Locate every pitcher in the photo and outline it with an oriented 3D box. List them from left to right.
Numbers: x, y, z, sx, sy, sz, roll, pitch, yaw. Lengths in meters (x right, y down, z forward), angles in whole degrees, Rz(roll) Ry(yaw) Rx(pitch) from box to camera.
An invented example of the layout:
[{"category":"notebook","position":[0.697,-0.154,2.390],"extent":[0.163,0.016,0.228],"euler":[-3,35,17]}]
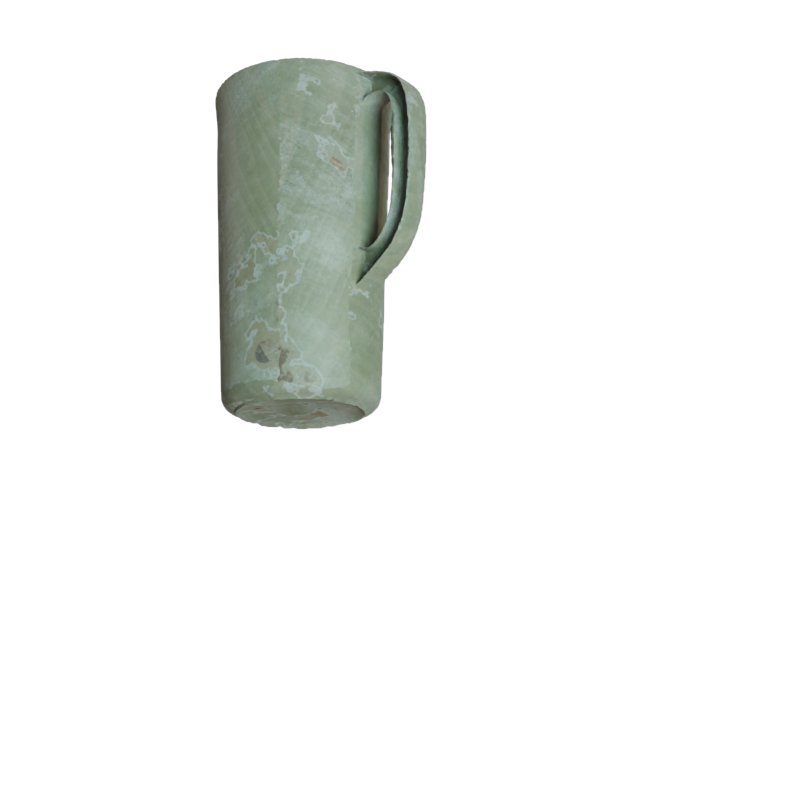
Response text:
[{"category":"pitcher","position":[-0.061,-0.111,0.778],"extent":[0.144,0.255,0.143],"euler":[1,-20,-6]}]
